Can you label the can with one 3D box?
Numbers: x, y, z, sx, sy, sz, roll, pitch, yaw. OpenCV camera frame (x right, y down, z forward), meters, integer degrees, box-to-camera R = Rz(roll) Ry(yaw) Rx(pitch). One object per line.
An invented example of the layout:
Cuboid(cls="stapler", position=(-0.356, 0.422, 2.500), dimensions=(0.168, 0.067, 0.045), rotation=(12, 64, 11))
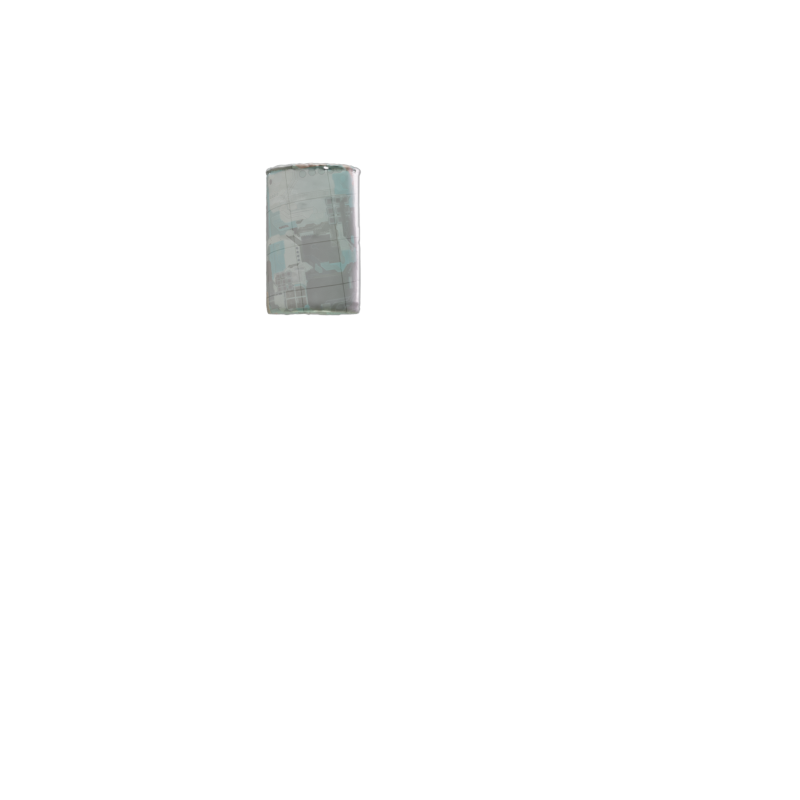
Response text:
Cuboid(cls="can", position=(-0.061, -0.112, 0.784), dimensions=(0.068, 0.103, 0.068), rotation=(0, -3, -2))
